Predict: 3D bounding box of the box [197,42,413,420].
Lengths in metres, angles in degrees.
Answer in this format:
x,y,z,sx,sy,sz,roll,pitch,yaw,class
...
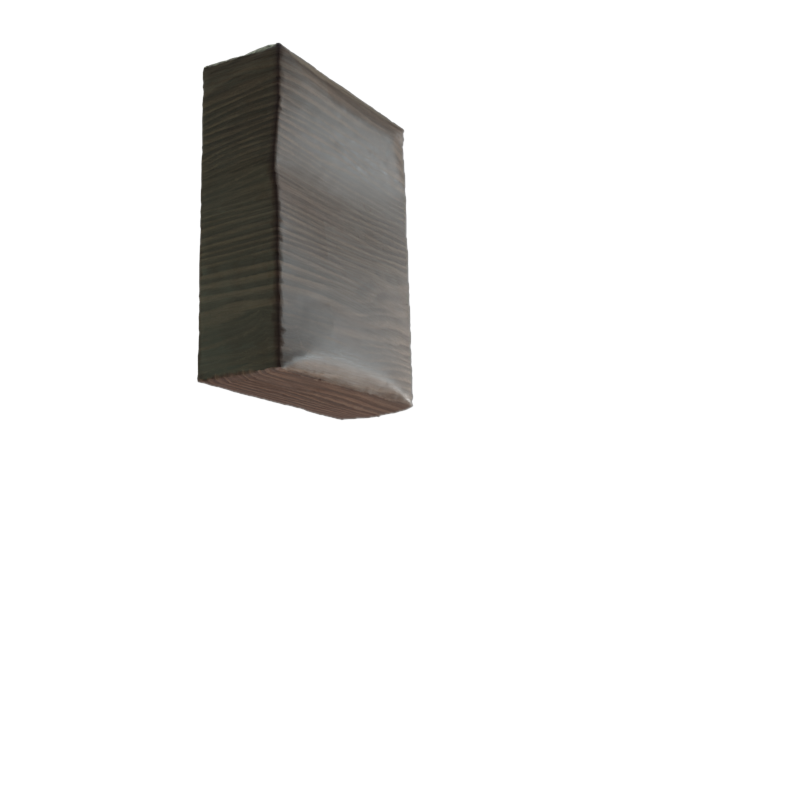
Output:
x,y,z,sx,sy,sz,roll,pitch,yaw,class
-0.058,-0.106,0.739,0.073,0.223,0.154,-12,-19,30,box
